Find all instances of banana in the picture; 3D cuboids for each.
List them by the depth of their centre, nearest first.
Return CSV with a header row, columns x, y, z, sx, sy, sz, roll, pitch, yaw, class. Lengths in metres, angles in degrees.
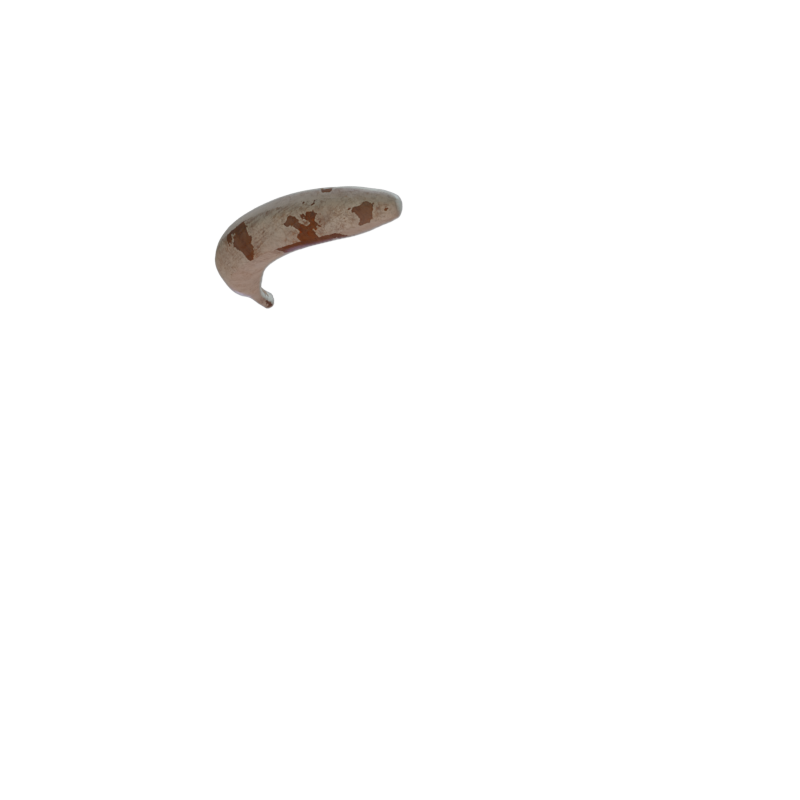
x,y,z,sx,sy,sz,roll,pitch,yaw,class
-0.076,-0.107,0.735,0.067,0.038,0.198,8,-16,-30,banana
